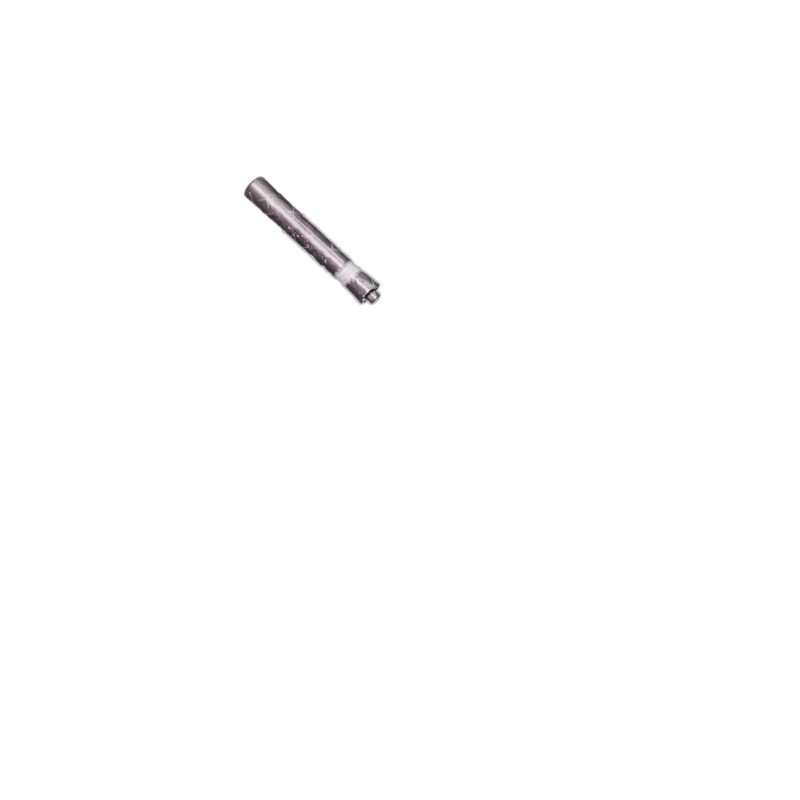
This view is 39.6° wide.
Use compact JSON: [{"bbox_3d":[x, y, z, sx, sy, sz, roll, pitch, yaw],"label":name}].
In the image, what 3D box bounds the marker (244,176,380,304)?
[{"bbox_3d":[-0.060,-0.109,0.767,0.126,0.019,0.019,44,16,15],"label":"marker"}]
